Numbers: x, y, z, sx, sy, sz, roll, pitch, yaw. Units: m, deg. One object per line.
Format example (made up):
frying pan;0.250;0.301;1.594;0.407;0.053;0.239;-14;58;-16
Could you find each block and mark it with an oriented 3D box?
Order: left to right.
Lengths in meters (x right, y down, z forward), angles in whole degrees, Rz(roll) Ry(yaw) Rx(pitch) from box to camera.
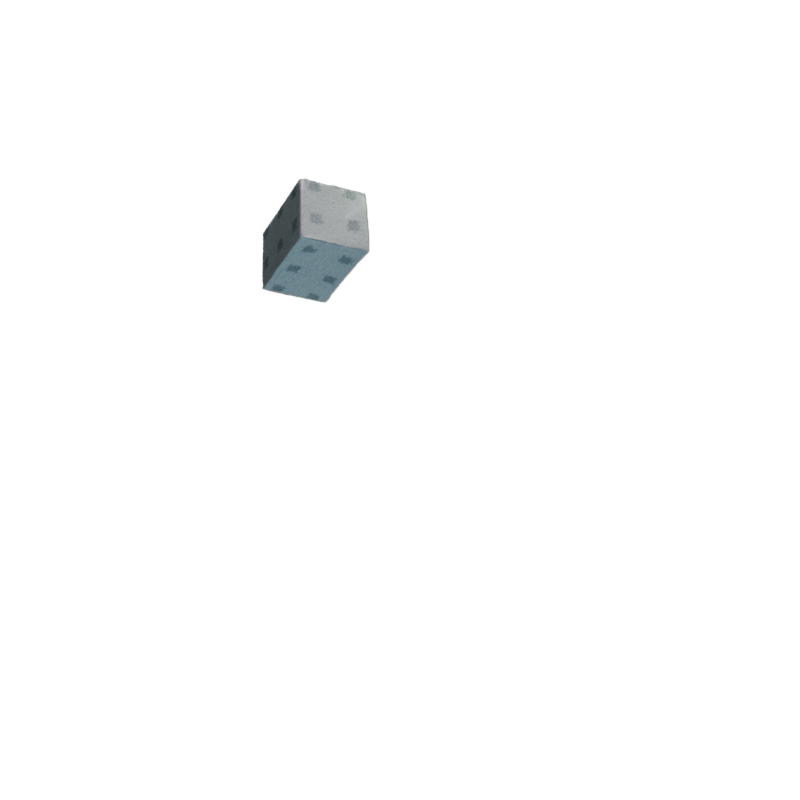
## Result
block;-0.062;-0.113;0.792;0.051;0.054;0.076;12;-31;-23
